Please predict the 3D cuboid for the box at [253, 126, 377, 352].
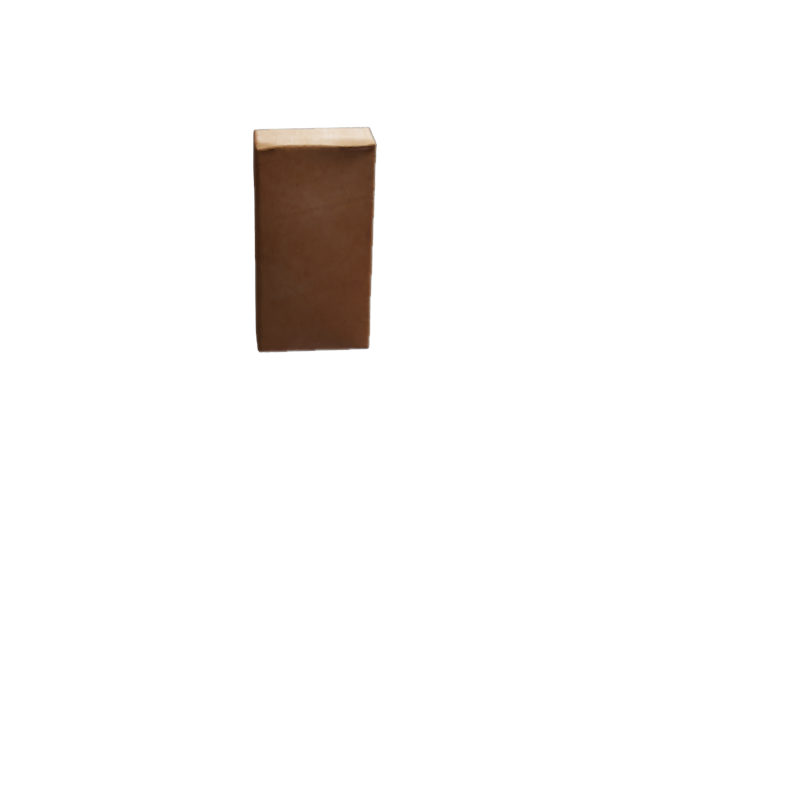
[{"bbox_3d":[-0.068,-0.124,0.866,0.093,0.166,0.051,-2,29,-6],"label":"box"}]
